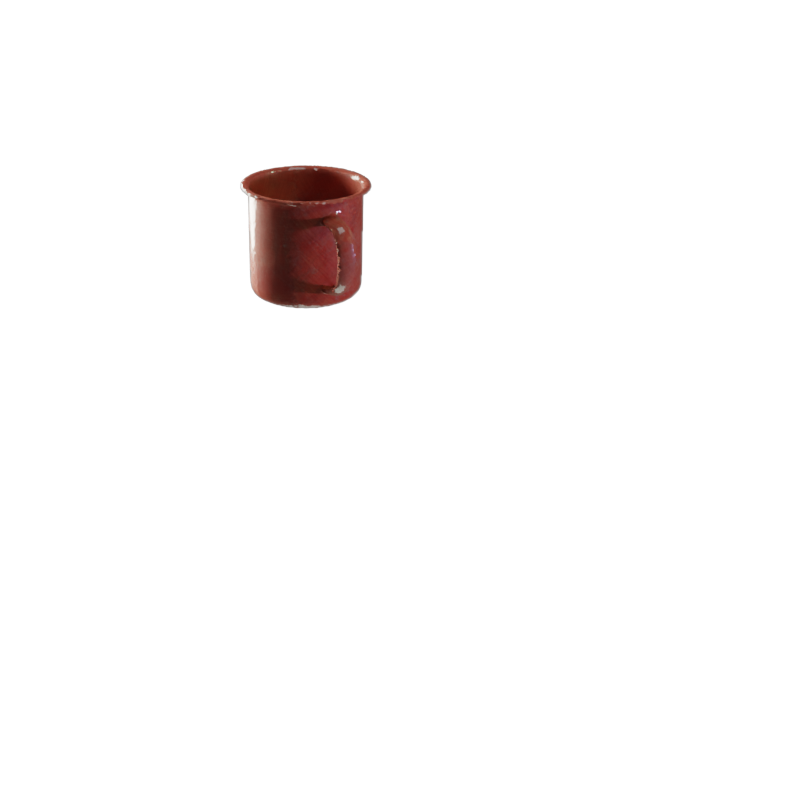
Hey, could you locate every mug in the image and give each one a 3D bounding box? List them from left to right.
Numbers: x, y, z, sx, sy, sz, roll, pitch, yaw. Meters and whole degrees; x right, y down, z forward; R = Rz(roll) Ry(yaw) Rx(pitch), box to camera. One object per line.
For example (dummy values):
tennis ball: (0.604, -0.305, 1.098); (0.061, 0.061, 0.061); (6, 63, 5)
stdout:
mug: (-0.062, -0.112, 0.787); (0.091, 0.078, 0.125); (-12, 28, -27)
